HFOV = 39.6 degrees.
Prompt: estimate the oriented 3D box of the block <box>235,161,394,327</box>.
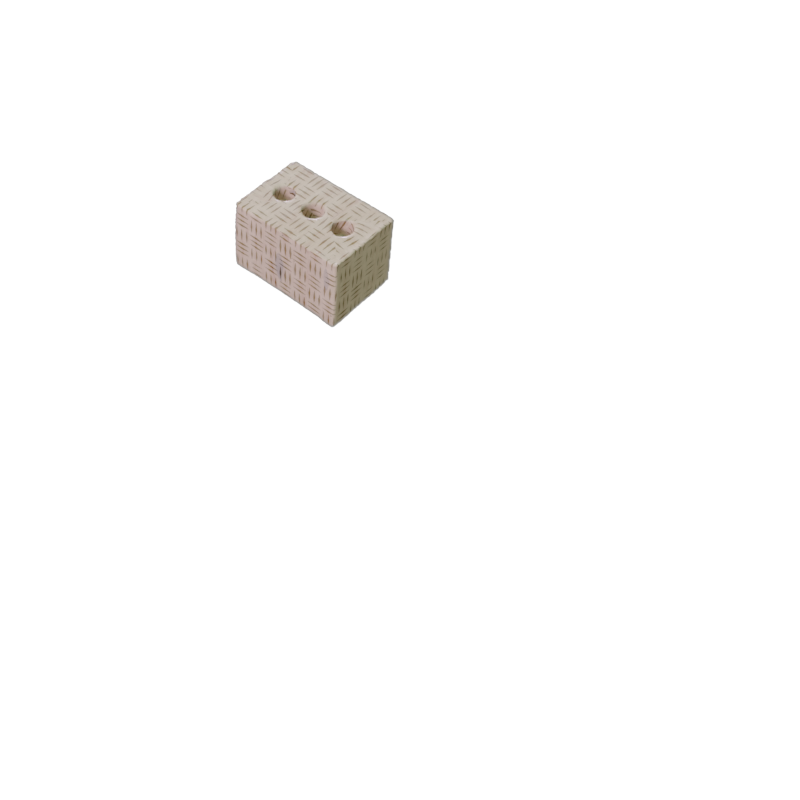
[{"bbox_3d":[-0.050,-0.091,0.638,0.082,0.048,0.053,33,55,25],"label":"block"}]
